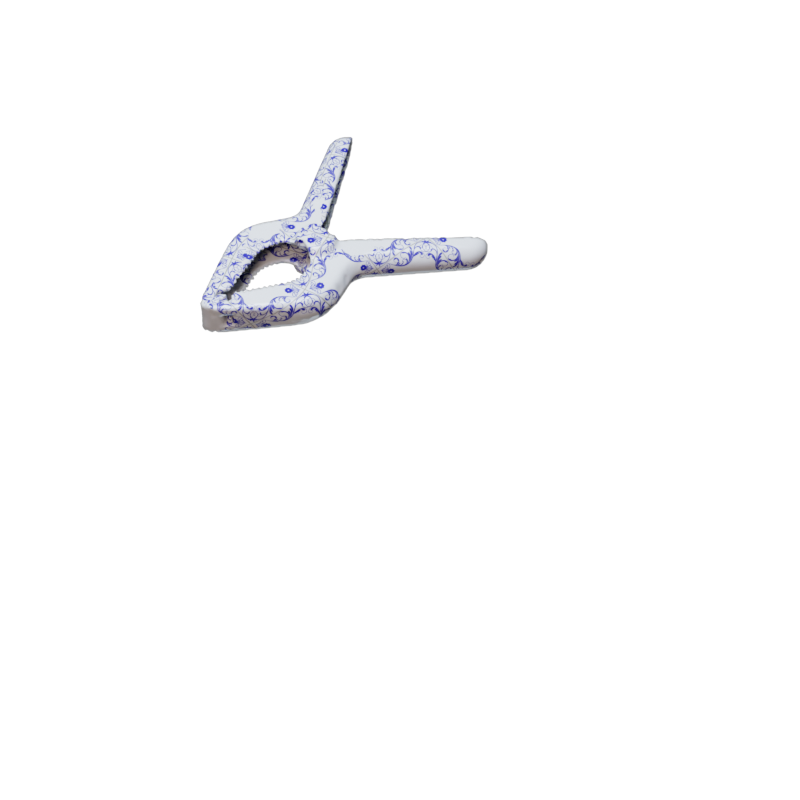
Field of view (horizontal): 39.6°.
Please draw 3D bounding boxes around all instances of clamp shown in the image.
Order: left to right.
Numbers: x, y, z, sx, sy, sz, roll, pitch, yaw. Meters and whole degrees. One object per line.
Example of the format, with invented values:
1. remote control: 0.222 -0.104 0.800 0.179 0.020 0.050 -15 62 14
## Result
1. clamp: -0.064 -0.118 0.823 0.209 0.034 0.177 -27 54 -22
